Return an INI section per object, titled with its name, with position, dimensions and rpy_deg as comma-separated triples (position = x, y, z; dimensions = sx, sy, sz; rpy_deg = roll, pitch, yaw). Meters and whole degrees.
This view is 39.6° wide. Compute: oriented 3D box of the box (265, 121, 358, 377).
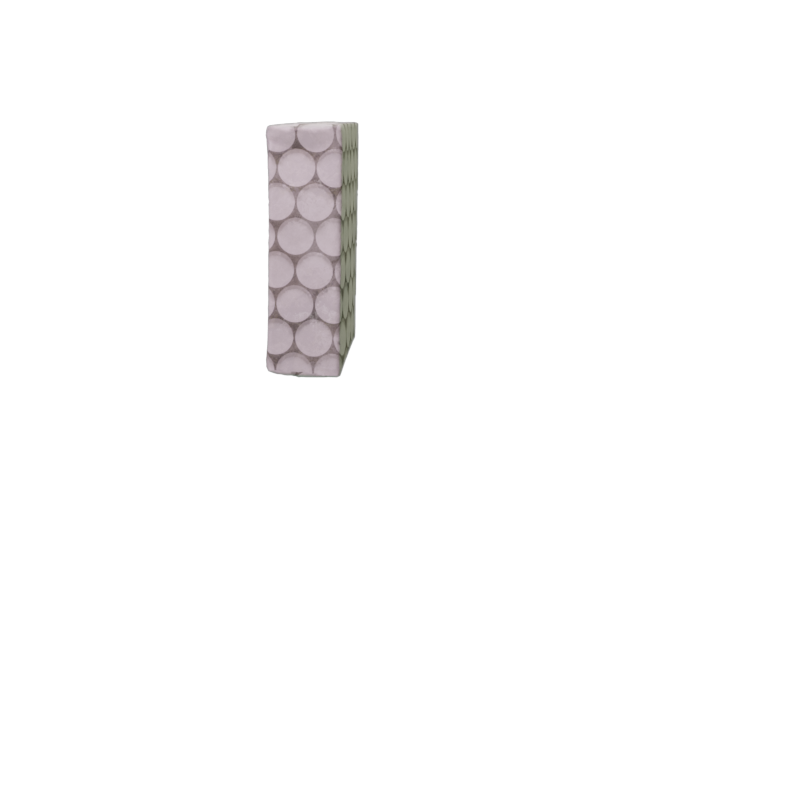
[box]
position = -0.078, -0.142, 0.997
dimensions = 0.072, 0.210, 0.167
rpy_deg = 1, 10, 3
